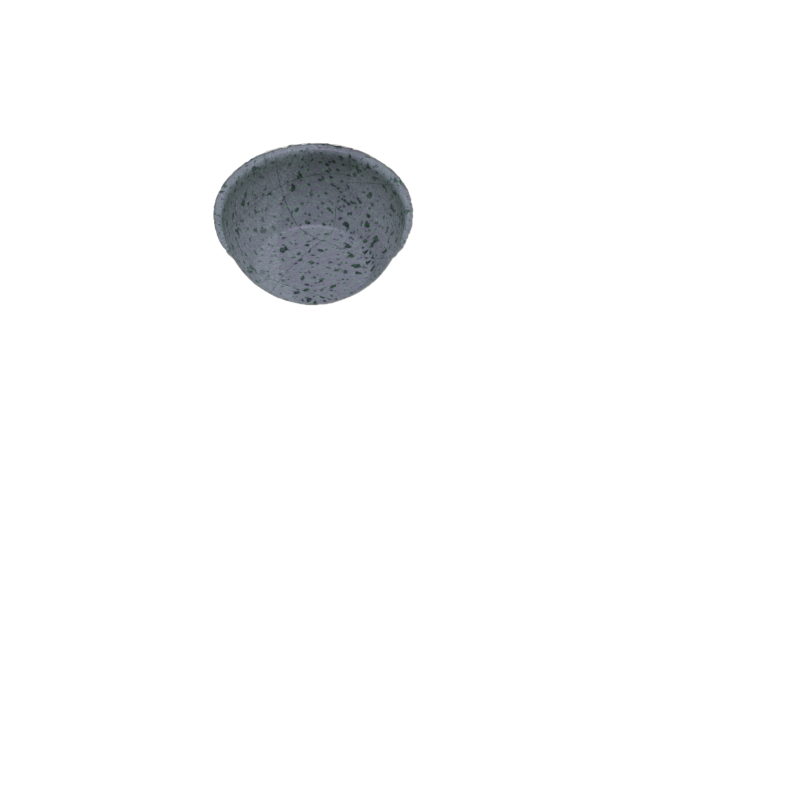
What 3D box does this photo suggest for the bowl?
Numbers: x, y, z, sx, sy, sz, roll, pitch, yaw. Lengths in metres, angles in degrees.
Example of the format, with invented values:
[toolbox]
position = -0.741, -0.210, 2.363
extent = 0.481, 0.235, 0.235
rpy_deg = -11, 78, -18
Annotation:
[bowl]
position = -0.069, -0.125, 0.876
extent = 0.162, 0.059, 0.151
rpy_deg = 1, -40, -1
